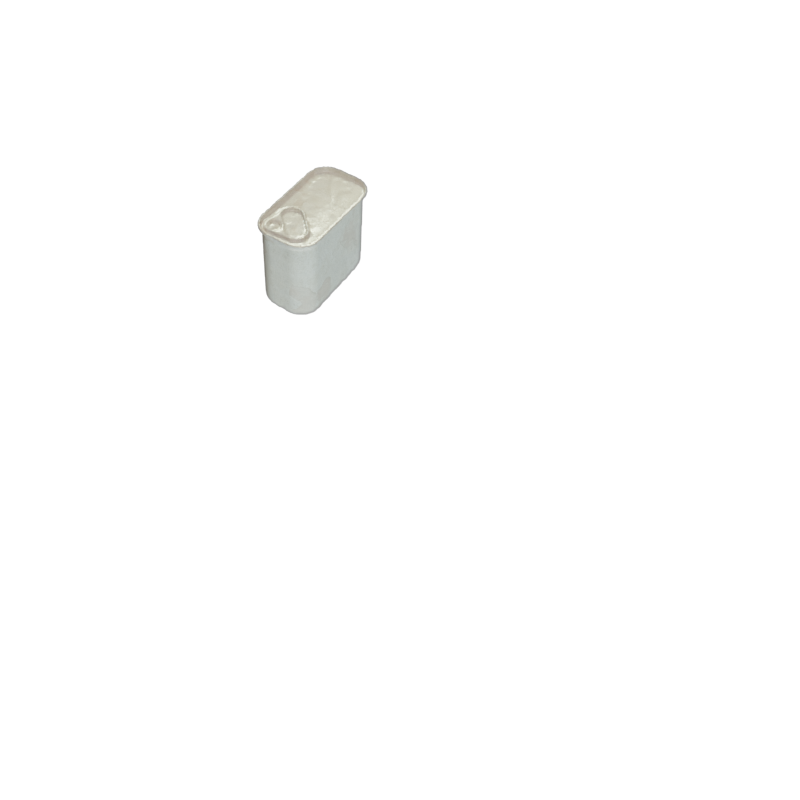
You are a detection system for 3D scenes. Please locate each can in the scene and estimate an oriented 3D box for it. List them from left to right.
[{"bbox_3d":[-0.074,-0.134,0.942,0.060,0.078,0.104,26,52,20],"label":"can"}]
